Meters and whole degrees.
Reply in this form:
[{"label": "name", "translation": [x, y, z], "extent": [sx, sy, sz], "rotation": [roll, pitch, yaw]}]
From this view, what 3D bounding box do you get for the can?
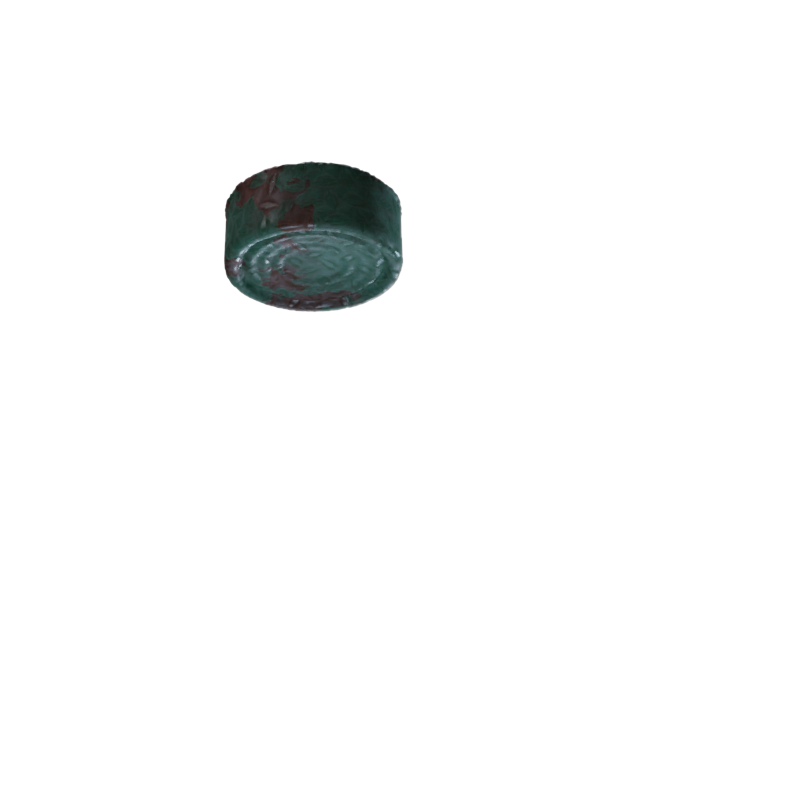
[{"label": "can", "translation": [-0.041, -0.076, 0.529], "extent": [0.086, 0.036, 0.081], "rotation": [1, -26, -2]}]
